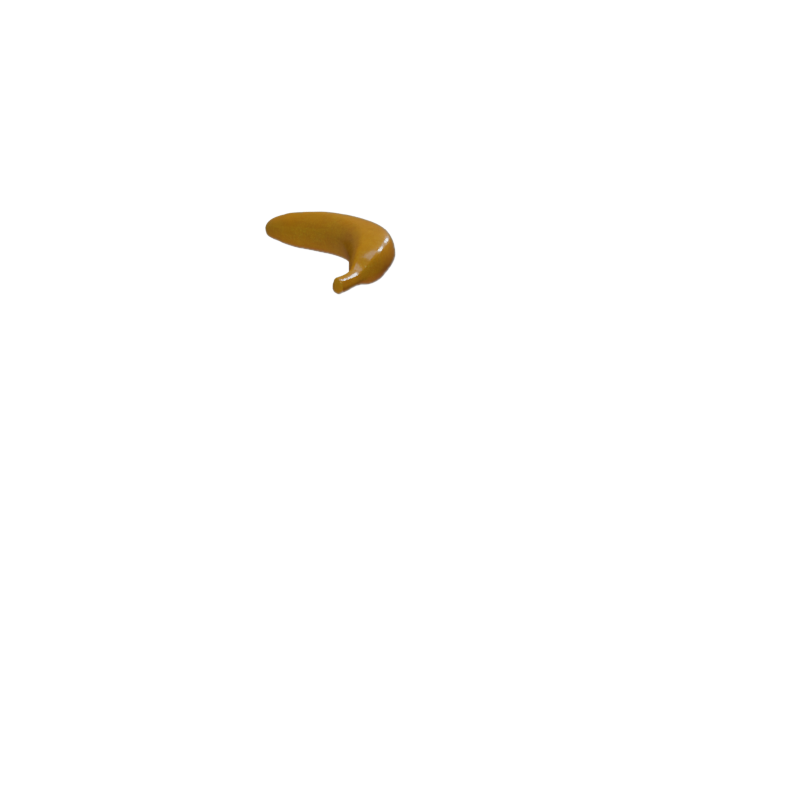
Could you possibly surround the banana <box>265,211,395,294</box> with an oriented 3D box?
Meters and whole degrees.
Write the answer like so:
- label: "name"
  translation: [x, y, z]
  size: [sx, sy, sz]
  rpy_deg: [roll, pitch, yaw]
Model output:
- label: "banana"
  translation: [-0.050, -0.127, 0.884]
  size: [0.068, 0.035, 0.209]
  rpy_deg: [-6, 20, -19]
